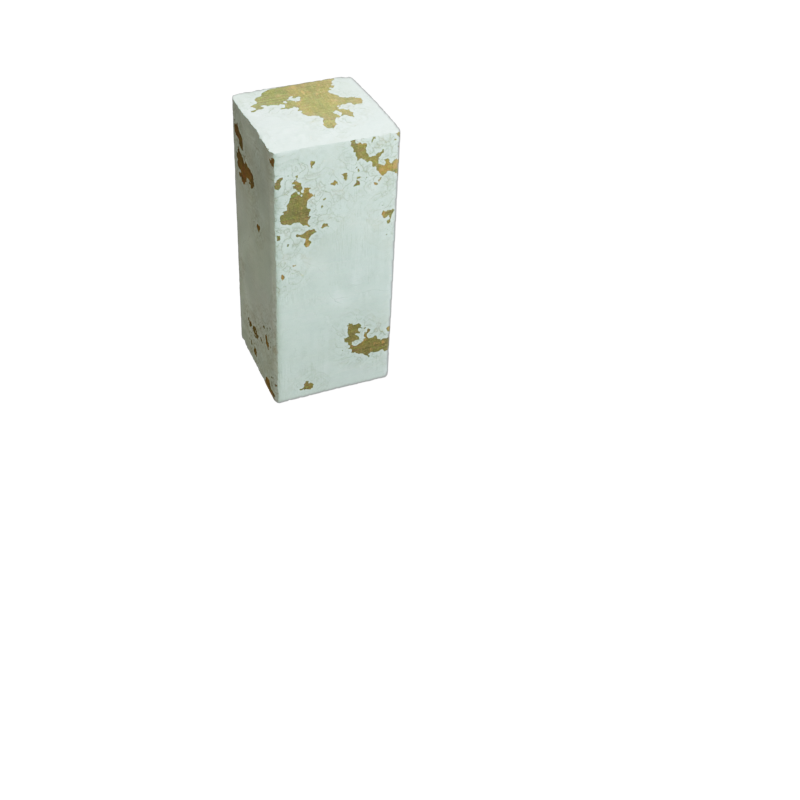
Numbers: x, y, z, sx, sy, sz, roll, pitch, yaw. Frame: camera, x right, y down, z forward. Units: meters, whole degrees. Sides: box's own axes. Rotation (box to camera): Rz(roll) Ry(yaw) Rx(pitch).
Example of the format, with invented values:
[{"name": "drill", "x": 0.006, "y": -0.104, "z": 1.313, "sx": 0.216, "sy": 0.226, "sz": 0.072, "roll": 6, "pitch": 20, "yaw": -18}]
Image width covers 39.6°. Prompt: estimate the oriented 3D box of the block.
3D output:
[{"name": "block", "x": -0.062, "y": -0.113, "z": 0.787, "sx": 0.089, "sy": 0.193, "sz": 0.098, "roll": -13, "pitch": 40, "yaw": -19}]
